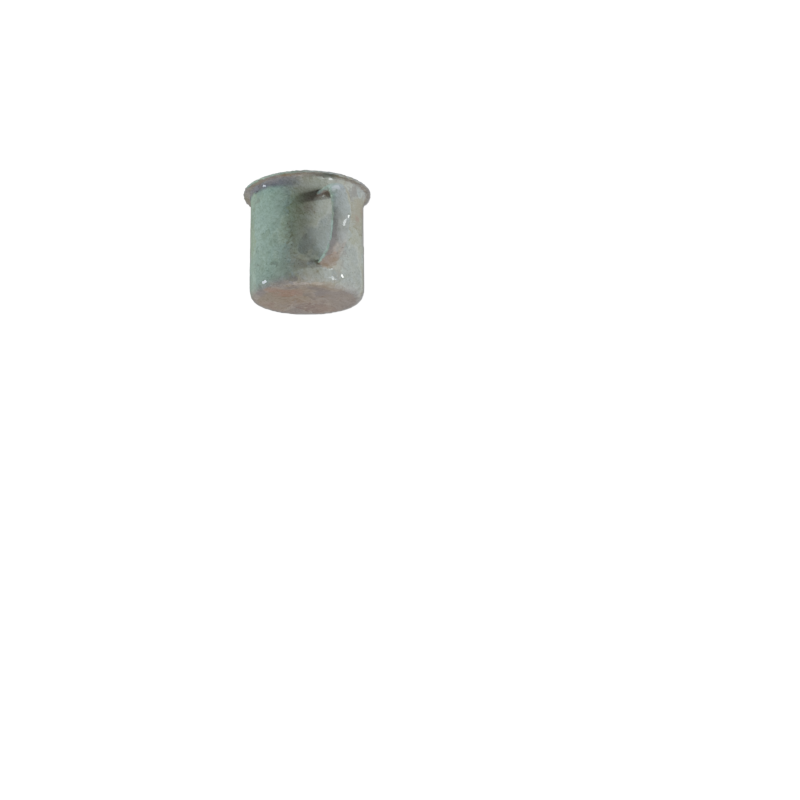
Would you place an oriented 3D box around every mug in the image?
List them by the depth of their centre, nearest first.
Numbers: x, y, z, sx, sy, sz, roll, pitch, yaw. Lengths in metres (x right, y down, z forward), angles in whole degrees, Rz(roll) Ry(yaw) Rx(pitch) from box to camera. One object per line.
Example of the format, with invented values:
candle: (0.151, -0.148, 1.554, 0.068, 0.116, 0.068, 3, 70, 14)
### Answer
mug: (-0.062, -0.112, 0.786, 0.090, 0.085, 0.117, 7, -16, -25)
